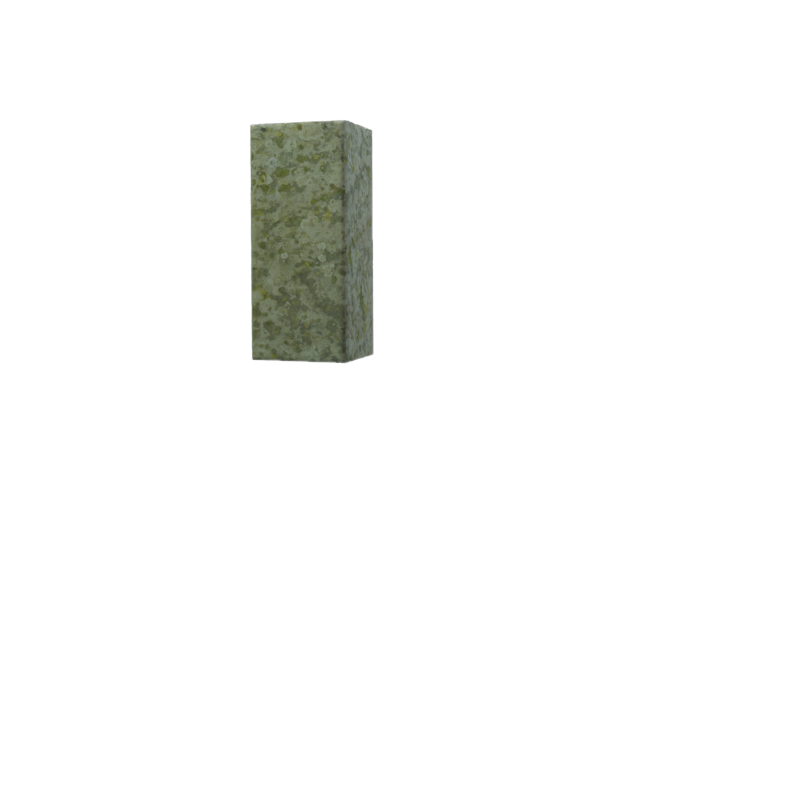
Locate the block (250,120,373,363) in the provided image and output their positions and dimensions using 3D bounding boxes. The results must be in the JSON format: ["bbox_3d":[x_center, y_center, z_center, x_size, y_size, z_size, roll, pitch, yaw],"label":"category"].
[{"bbox_3d":[-0.078,-0.142,0.992,0.093,0.206,0.088,0,1,17],"label":"block"}]
